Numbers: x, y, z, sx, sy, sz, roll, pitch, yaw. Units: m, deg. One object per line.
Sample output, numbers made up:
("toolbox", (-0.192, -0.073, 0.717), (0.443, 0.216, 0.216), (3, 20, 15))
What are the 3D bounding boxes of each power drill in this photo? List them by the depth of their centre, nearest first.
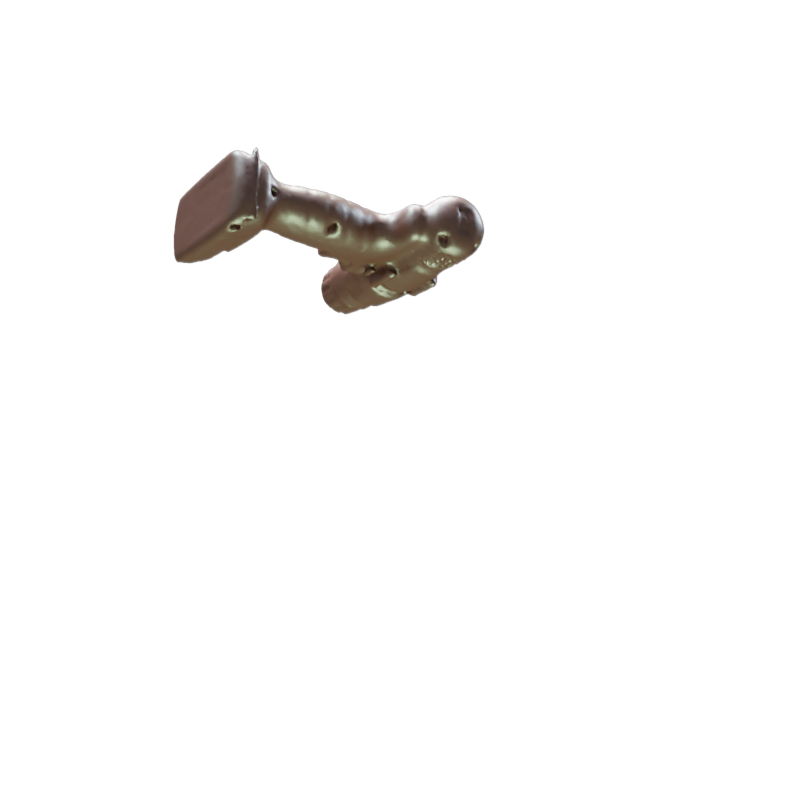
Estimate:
("power drill", (-0.062, -0.113, 0.793), (0.180, 0.060, 0.184), (9, -19, -29))
